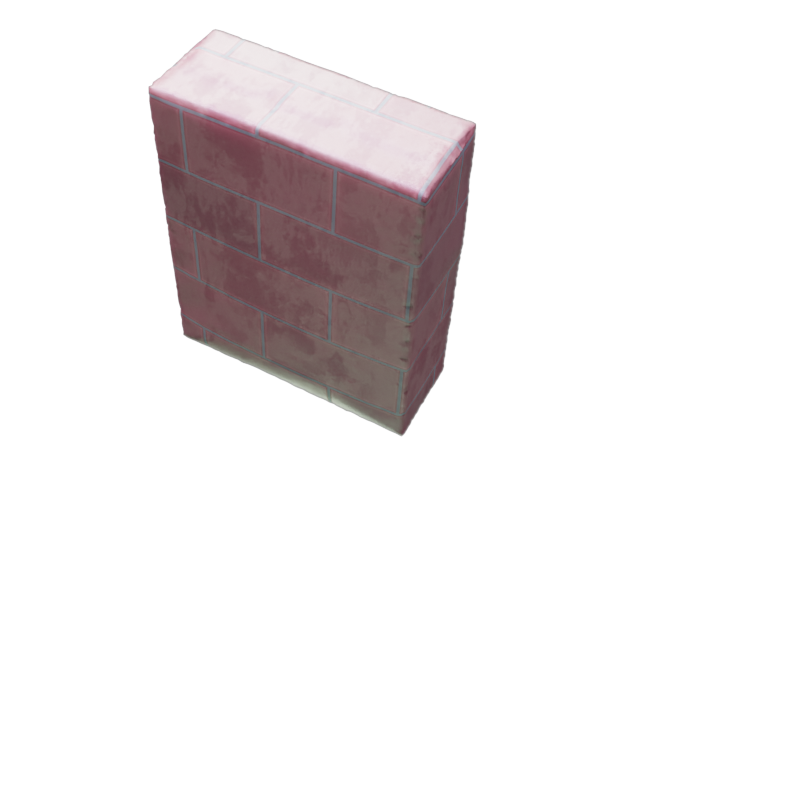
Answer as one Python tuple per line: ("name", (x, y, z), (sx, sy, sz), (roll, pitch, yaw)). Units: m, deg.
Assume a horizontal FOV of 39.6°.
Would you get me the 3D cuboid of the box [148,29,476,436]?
("box", (-0.050, -0.092, 0.644), (0.170, 0.074, 0.199), (25, -35, 17))
